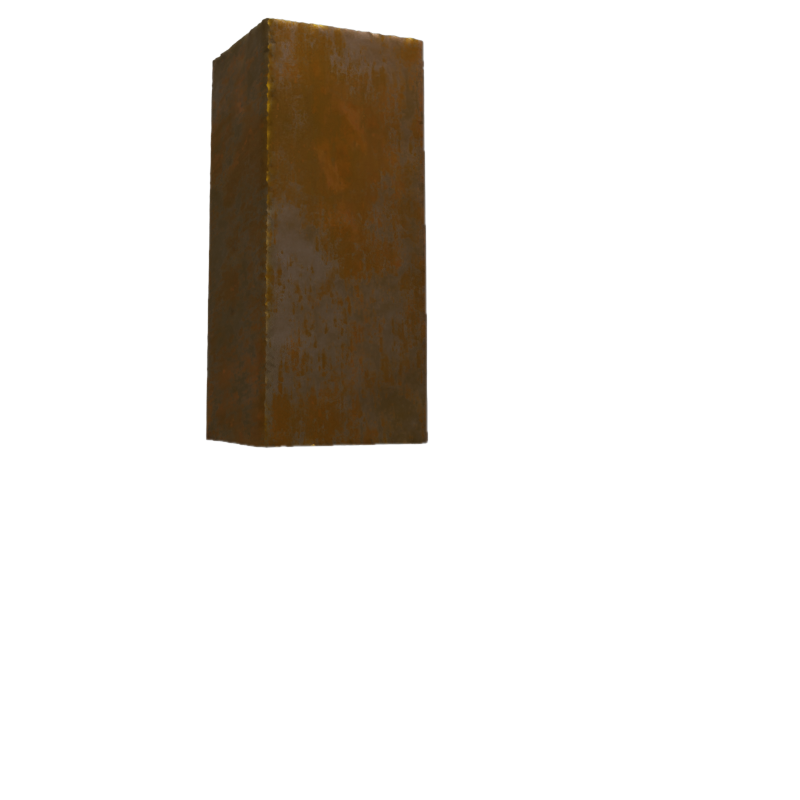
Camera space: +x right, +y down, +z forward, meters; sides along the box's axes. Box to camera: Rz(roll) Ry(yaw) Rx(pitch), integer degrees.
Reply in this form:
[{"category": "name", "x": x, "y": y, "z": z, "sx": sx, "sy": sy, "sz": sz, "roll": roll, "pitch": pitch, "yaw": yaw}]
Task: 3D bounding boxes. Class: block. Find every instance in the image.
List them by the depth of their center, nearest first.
[{"category": "block", "x": -0.045, "y": -0.083, "z": 0.580, "sx": 0.088, "sy": 0.210, "sz": 0.092, "roll": 3, "pitch": -7, "yaw": -26}]
